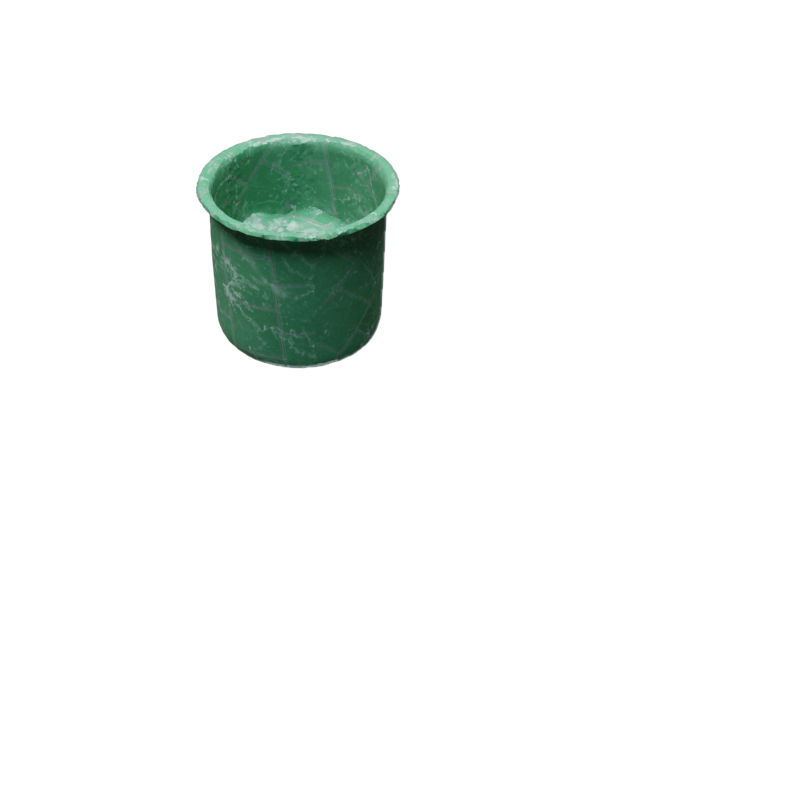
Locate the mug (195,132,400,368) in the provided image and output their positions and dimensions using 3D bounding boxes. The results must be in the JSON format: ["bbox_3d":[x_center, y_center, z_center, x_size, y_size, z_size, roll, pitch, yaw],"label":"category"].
[{"bbox_3d":[-0.042,-0.077,0.538,0.098,0.076,0.119,23,44,24],"label":"mug"}]
